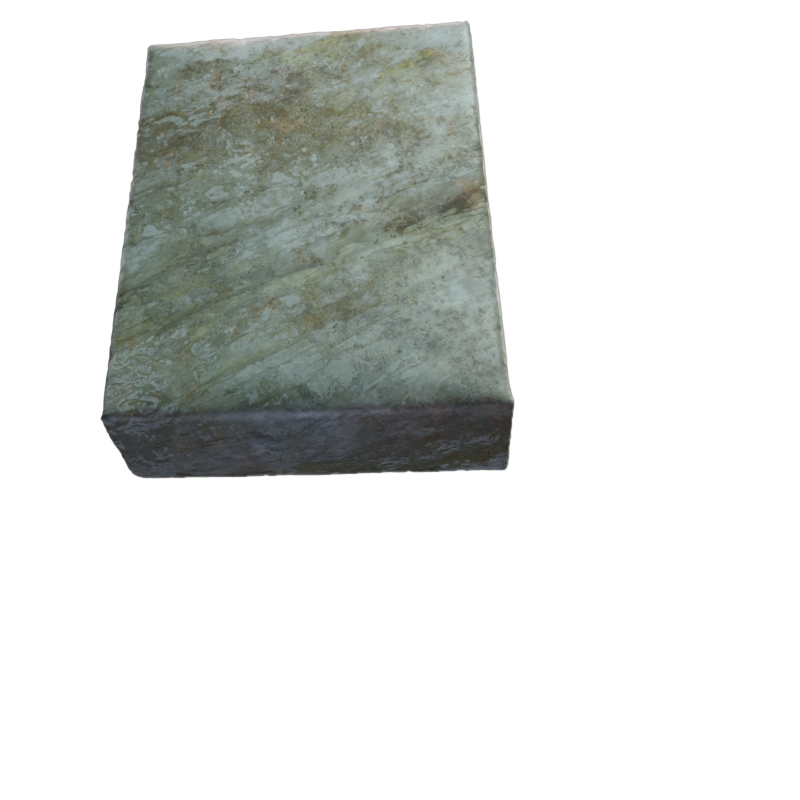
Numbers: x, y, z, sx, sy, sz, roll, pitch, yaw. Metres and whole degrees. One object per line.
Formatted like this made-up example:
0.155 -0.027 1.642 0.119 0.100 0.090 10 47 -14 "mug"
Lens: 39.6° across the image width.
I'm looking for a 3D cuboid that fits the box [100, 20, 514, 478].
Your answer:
-0.040 -0.074 0.515 0.165 0.229 0.067 -4 -34 3 "box"
